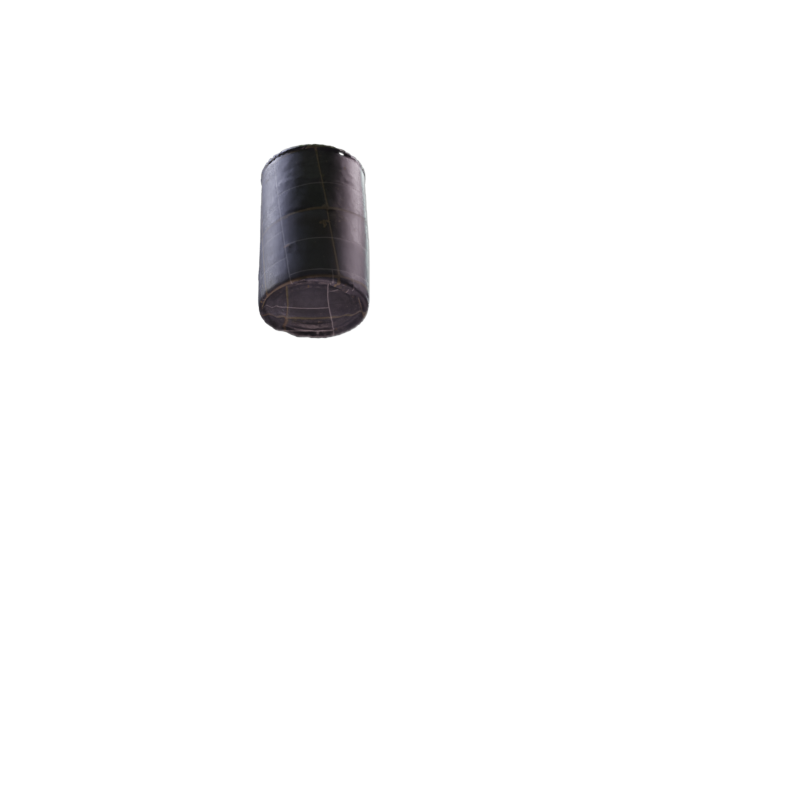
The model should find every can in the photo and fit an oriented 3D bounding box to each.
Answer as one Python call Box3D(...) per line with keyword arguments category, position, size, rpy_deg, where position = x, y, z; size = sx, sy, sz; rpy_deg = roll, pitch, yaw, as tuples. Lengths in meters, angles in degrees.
Box3D(category="can", position=(-0.054, -0.098, 0.686), size=(0.068, 0.109, 0.064), rpy_deg=(-1, -33, -2))
